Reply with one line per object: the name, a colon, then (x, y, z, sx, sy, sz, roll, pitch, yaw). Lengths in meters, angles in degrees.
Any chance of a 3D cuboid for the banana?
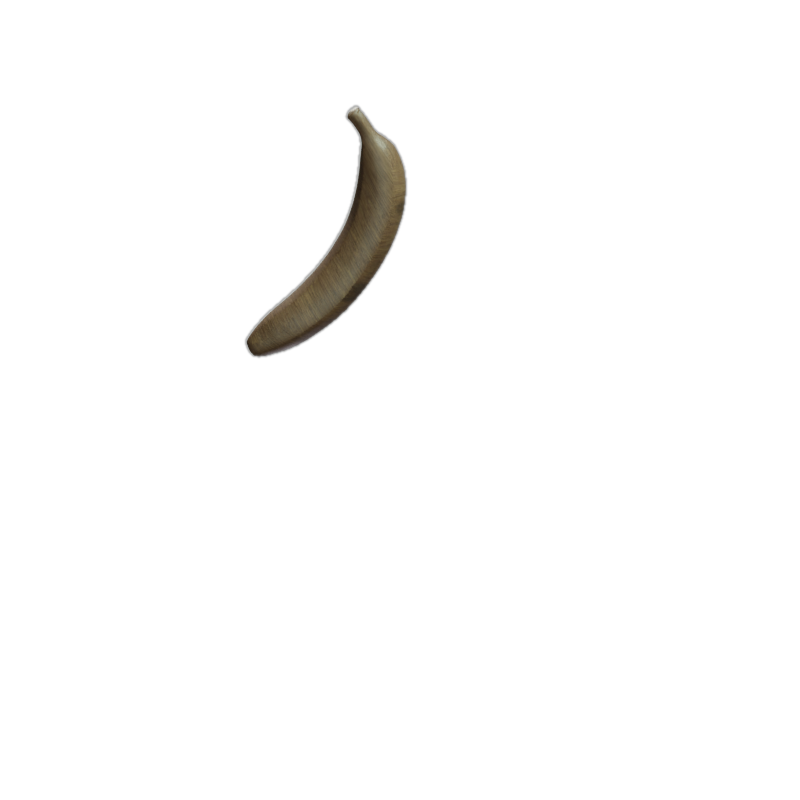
banana: (-0.044, -0.111, 0.800, 0.069, 0.194, 0.038, 23, 13, -7)
